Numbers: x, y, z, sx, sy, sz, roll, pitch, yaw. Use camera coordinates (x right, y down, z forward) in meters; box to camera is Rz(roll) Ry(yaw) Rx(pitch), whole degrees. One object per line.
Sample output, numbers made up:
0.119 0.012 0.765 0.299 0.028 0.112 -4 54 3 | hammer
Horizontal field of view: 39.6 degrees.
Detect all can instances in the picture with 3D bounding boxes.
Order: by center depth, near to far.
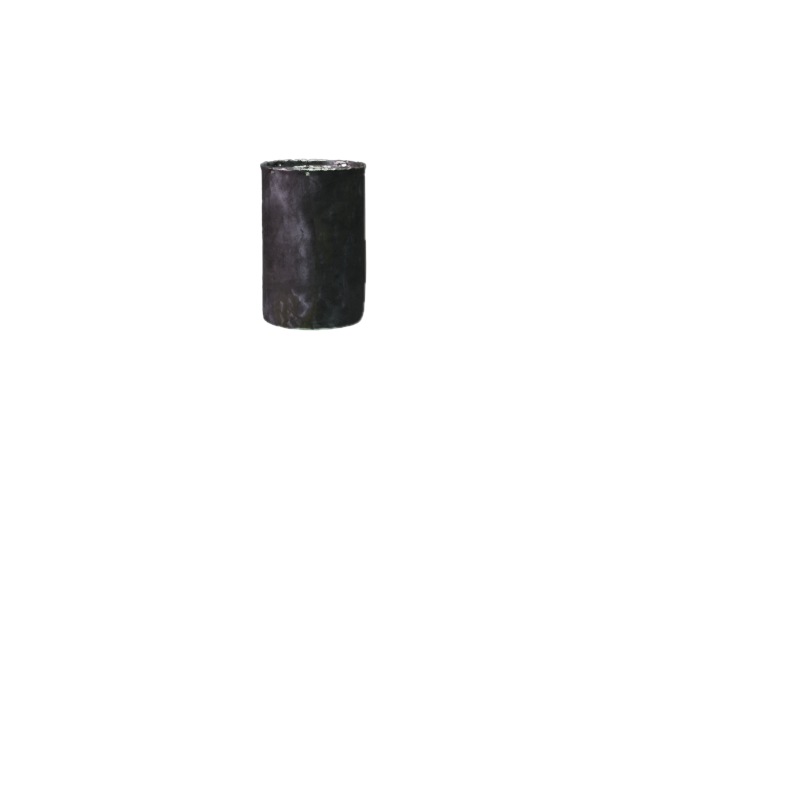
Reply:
-0.056 -0.102 0.717 0.068 0.100 0.071 0 12 -2 | can
